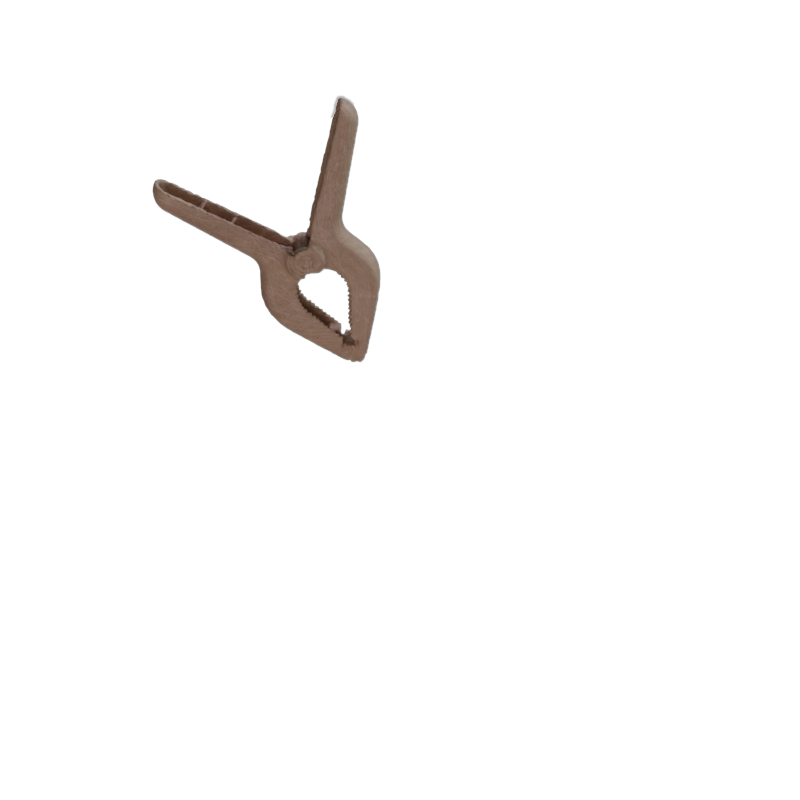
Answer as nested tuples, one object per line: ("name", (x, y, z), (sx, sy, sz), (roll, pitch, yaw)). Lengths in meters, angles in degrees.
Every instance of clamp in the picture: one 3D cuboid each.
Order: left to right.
("clamp", (-0.067, -0.121, 0.851), (0.164, 0.198, 0.038), (-28, 24, 14))
